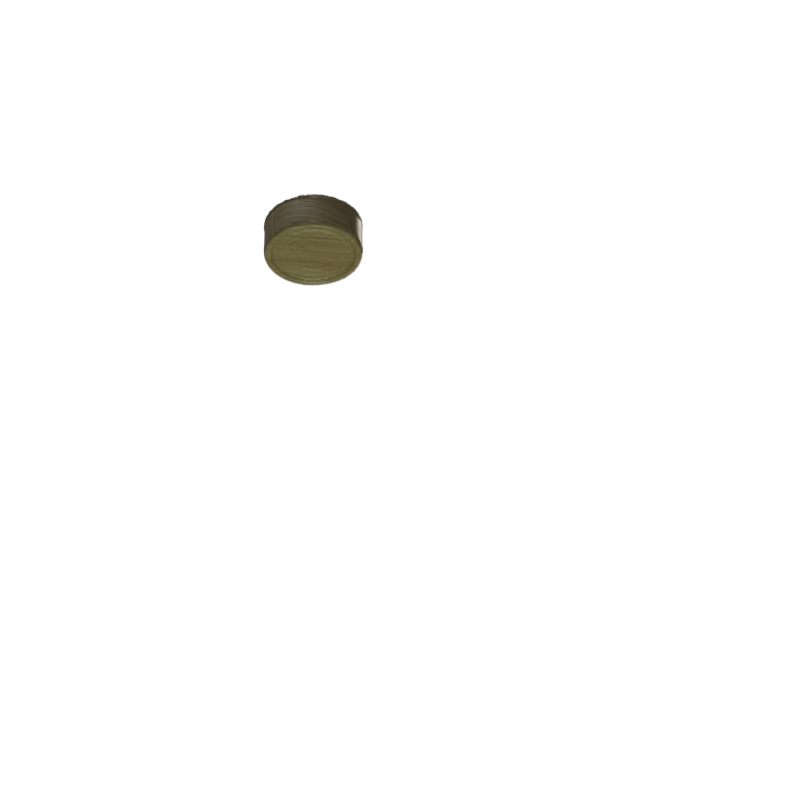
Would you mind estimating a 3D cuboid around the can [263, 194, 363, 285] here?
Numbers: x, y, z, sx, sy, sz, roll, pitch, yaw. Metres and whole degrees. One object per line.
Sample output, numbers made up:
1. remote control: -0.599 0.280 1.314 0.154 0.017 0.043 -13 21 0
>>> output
1. can: -0.074 -0.135 0.947 0.086 0.036 0.080 1 -35 -2
